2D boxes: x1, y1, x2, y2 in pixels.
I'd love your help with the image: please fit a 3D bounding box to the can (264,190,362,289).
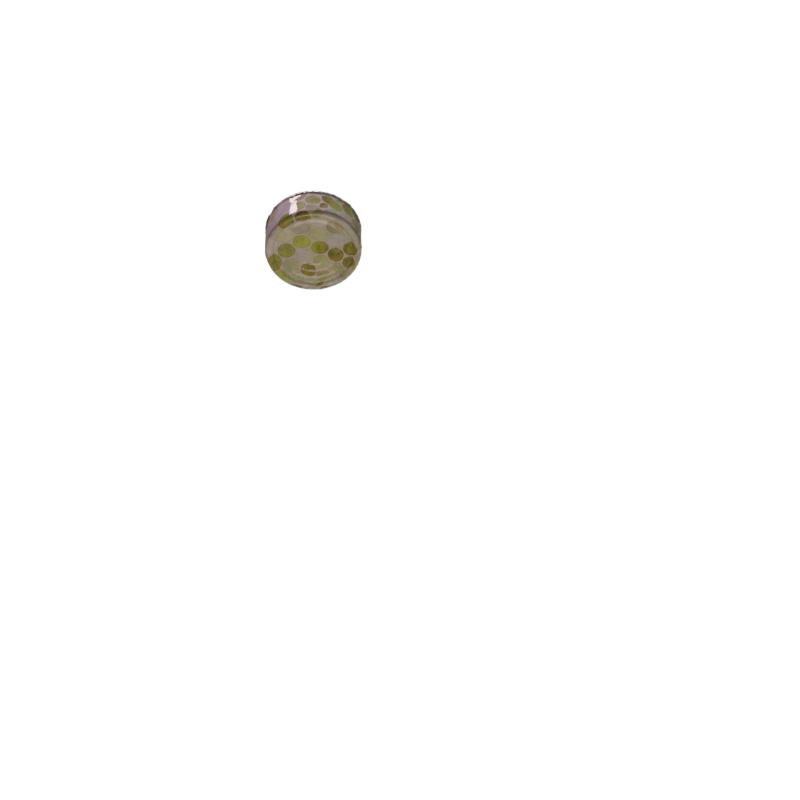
[{"bbox_3d":[-0.076,-0.139,0.973,0.086,0.080,0.036,1,39,-1],"label":"can"}]
